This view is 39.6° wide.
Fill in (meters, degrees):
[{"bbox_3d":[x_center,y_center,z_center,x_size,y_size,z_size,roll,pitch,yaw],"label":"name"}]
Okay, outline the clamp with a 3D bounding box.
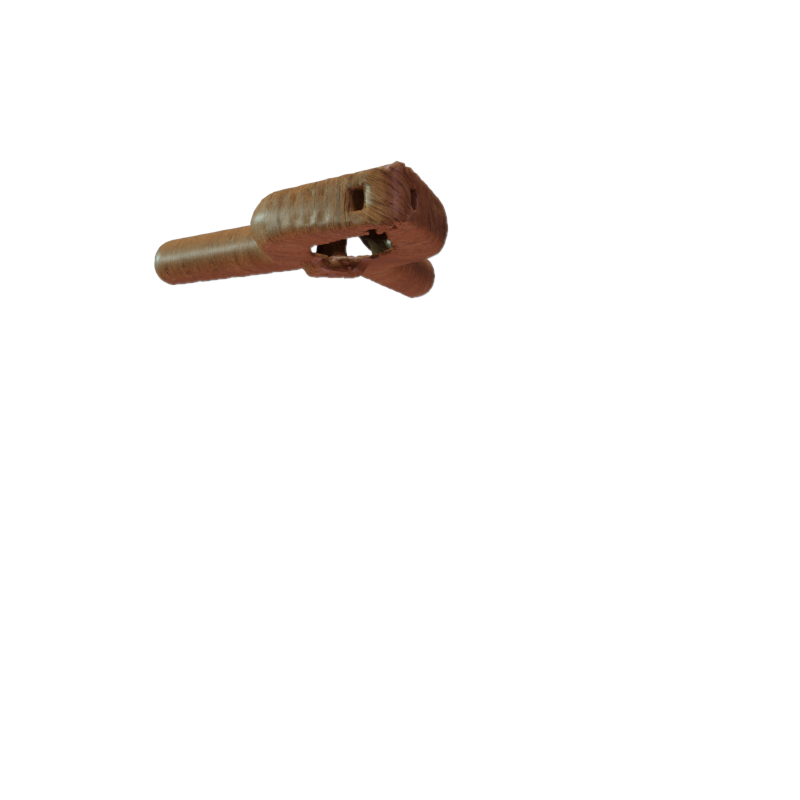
[{"bbox_3d":[-0.044,-0.080,0.563,0.163,0.037,0.208,1,-4,-9],"label":"clamp"}]
